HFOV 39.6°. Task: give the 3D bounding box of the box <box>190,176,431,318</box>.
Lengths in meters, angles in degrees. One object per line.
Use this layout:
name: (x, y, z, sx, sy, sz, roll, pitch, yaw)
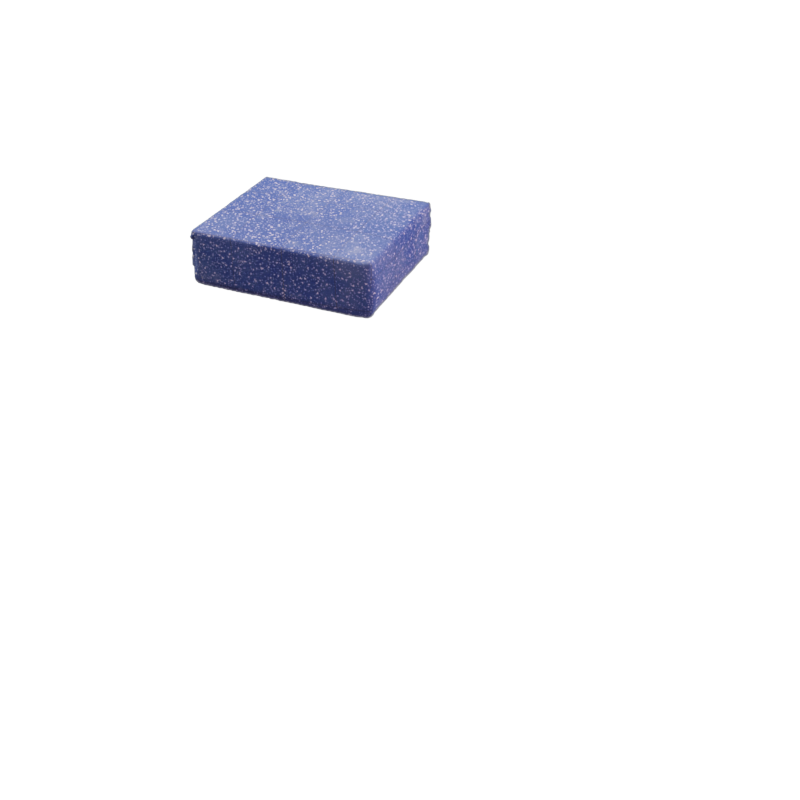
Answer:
box: (-0.050, -0.091, 0.637, 0.118, 0.037, 0.092, 14, 35, 20)
